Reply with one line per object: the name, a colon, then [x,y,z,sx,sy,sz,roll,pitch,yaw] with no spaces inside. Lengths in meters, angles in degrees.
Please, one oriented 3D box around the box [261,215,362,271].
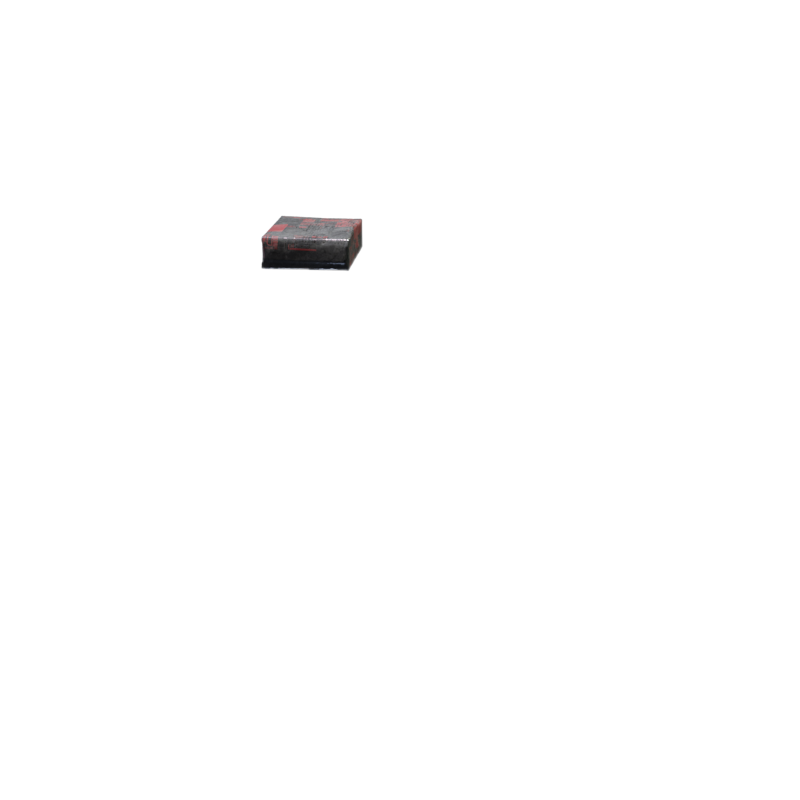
box: [-0.073,-0.133,0.934,0.074,0.029,0.092,3,19,7]
